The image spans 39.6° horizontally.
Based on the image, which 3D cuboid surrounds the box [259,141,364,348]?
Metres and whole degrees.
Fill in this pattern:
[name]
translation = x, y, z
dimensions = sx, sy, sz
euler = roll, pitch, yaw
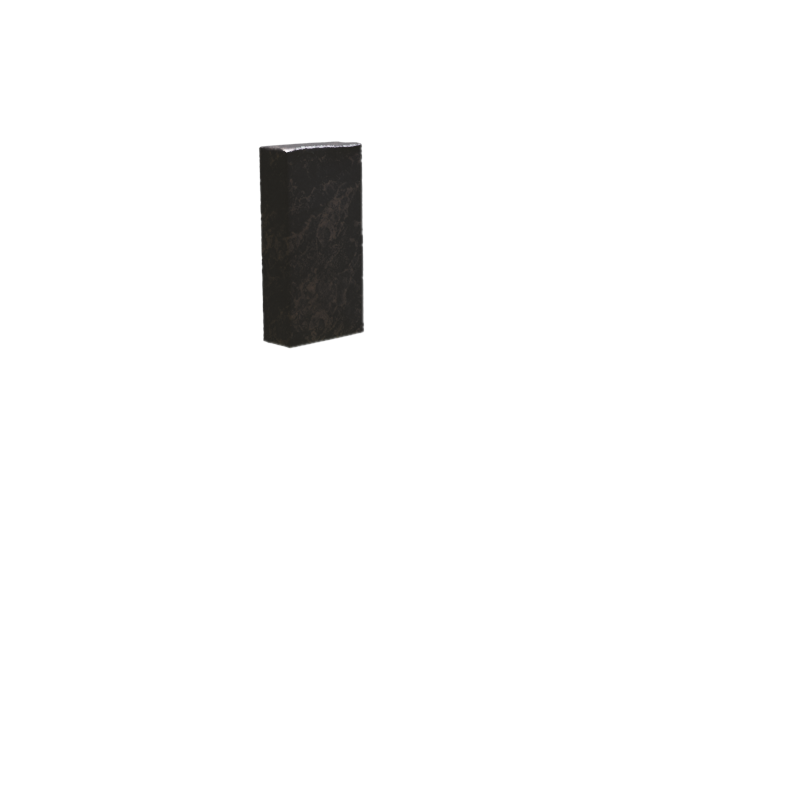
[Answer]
[box]
translation = -0.078, -0.142, 0.998
dimensions = 0.091, 0.172, 0.051
euler = -11, 16, -42
